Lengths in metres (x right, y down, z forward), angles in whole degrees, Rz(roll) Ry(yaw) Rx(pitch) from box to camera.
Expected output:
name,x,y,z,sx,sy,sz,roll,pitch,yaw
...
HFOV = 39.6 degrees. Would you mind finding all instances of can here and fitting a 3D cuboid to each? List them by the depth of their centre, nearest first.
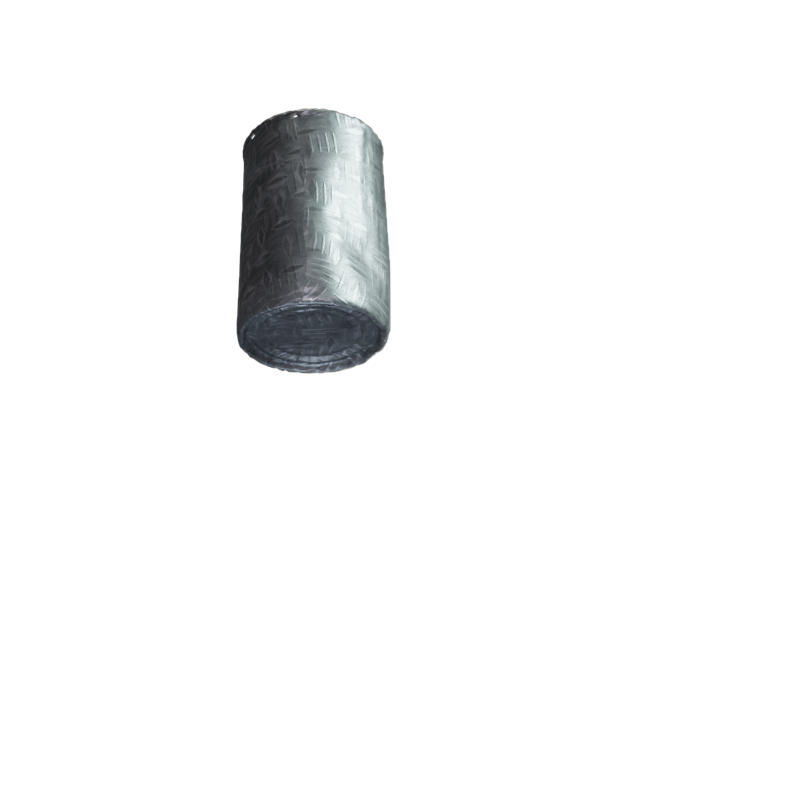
name,x,y,z,sx,sy,sz,roll,pitch,yaw
can,-0.039,-0.072,0.505,0.068,0.109,0.064,0,-30,-2
